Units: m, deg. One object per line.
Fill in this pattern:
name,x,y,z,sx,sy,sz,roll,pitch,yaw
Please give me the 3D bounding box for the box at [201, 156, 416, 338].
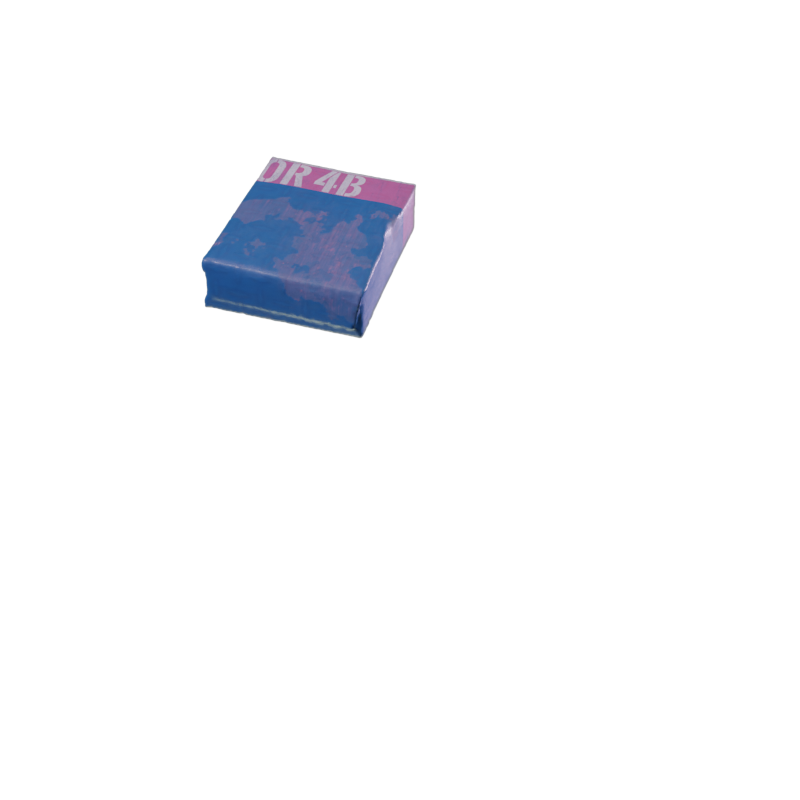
box,-0.039,-0.071,0.500,0.075,0.028,0.093,12,42,13
